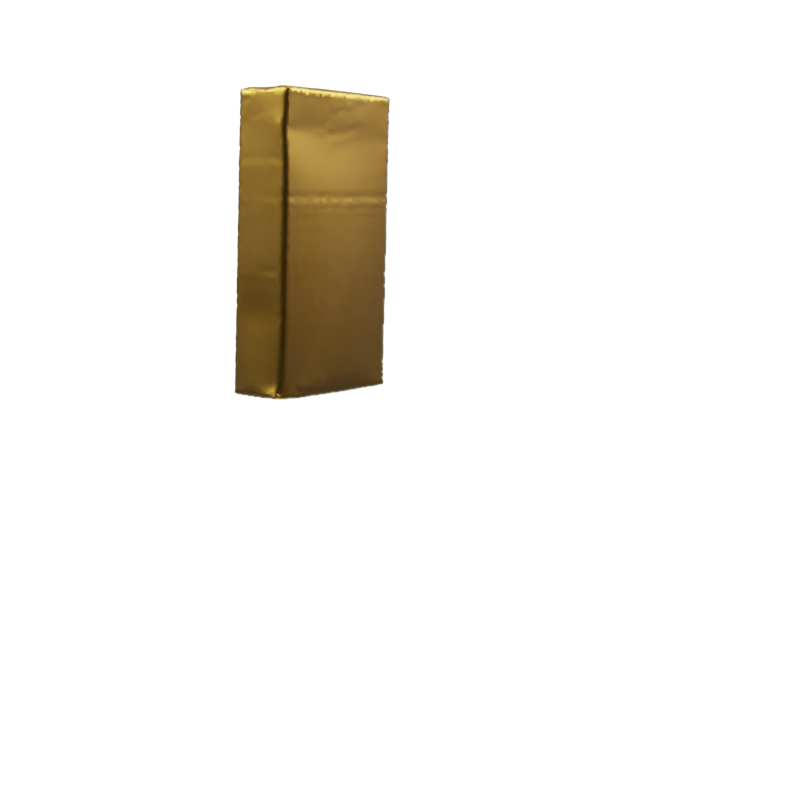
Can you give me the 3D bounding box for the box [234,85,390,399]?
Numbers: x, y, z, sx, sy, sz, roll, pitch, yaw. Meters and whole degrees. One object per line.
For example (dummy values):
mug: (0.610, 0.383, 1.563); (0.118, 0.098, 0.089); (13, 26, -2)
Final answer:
box: (-0.051, -0.093, 0.653); (0.050, 0.176, 0.090); (1, 3, 40)
